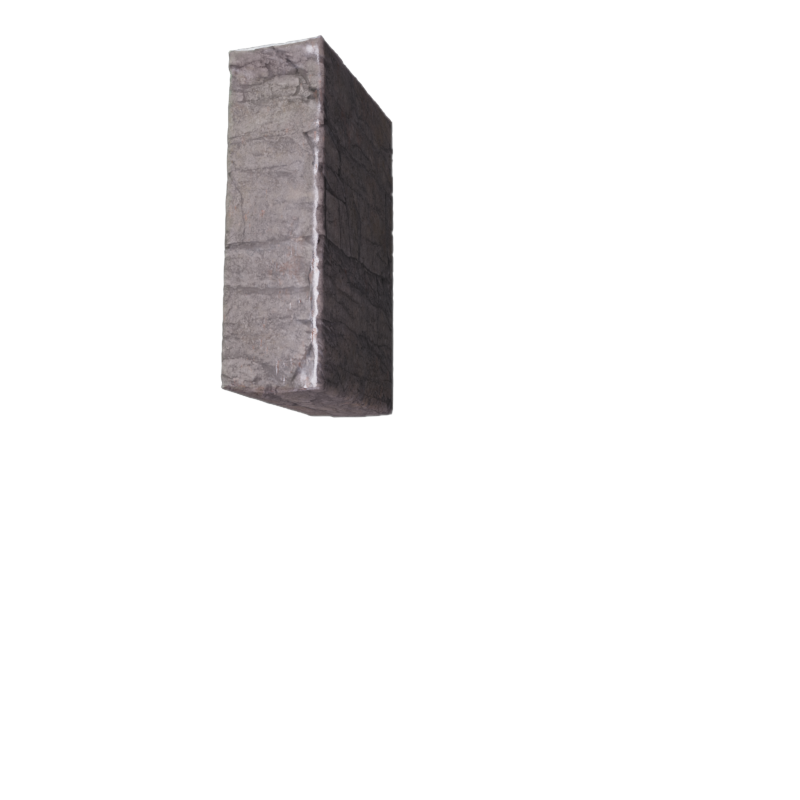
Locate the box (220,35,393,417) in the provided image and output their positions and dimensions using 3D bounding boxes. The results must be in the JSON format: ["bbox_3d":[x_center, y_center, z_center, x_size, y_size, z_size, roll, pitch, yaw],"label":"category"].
[{"bbox_3d":[-0.056,-0.102,0.717,0.073,0.220,0.157,-4,-11,15],"label":"box"}]
